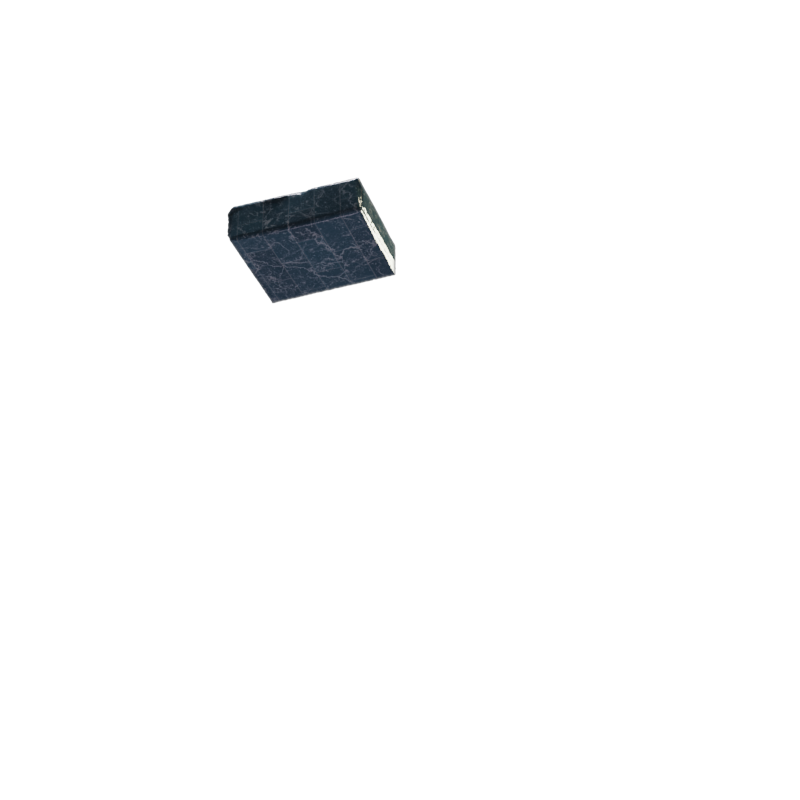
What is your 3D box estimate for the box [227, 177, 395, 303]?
[{"bbox_3d":[-0.055,-0.101,0.706,0.090,0.032,0.067,-11,-34,16],"label":"box"}]
